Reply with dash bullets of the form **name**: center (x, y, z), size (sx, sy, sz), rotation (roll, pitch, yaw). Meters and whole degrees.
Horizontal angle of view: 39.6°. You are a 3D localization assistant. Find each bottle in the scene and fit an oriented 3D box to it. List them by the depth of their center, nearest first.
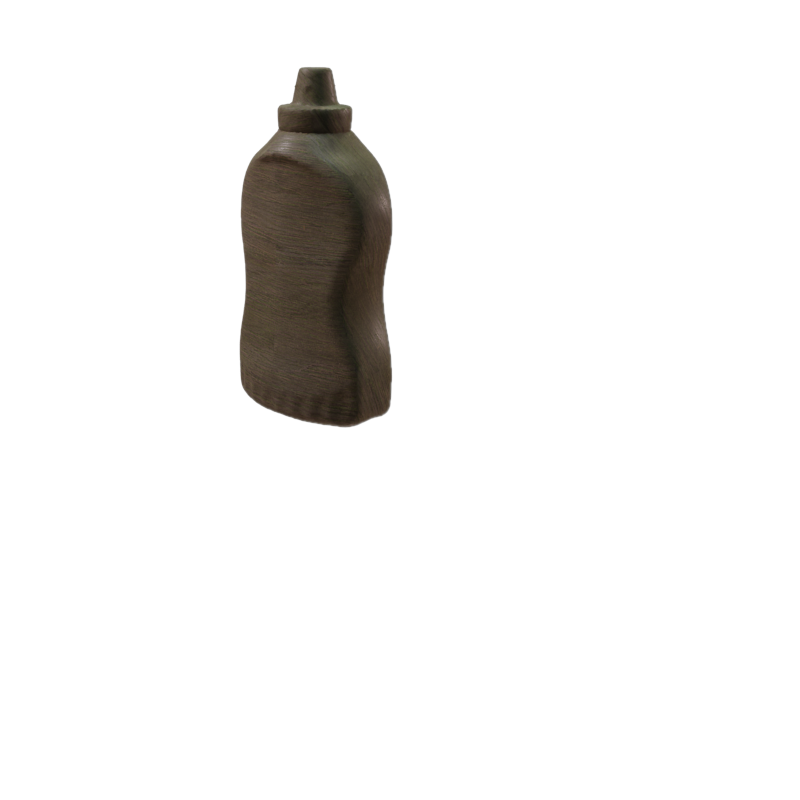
- **bottle**: center (-0.048, -0.088, 0.618), size (0.101, 0.186, 0.057), rotation (14, 18, 43)
